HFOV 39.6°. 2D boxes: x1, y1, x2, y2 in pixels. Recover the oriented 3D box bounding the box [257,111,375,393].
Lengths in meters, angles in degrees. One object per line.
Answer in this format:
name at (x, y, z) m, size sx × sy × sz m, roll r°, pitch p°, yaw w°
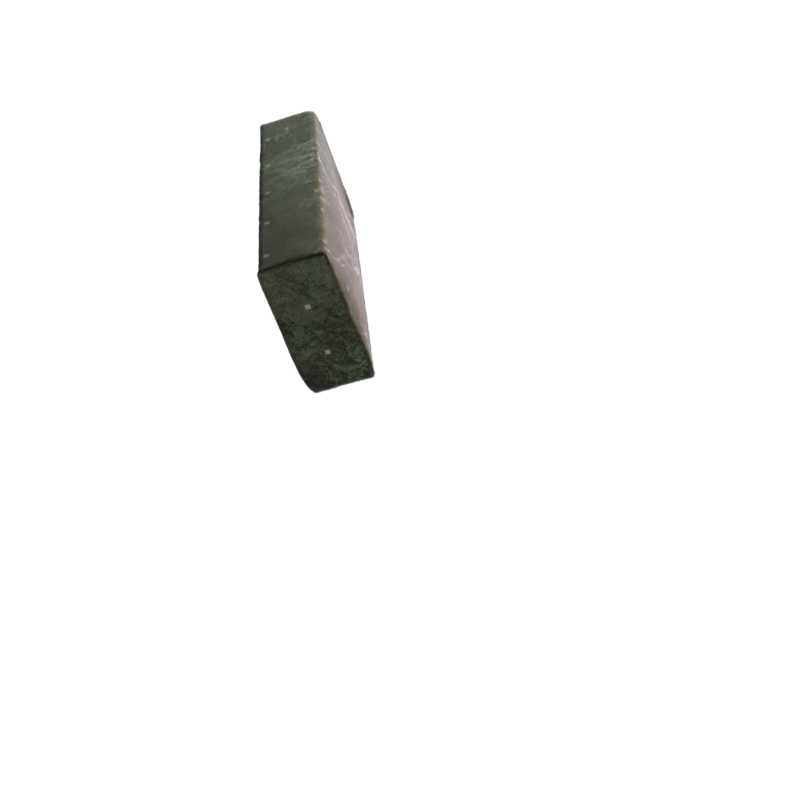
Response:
box at (-0.053, -0.097, 0.679) m, size 0.048 × 0.086 × 0.189 m, roll -15°, pitch 38°, yaw 8°
